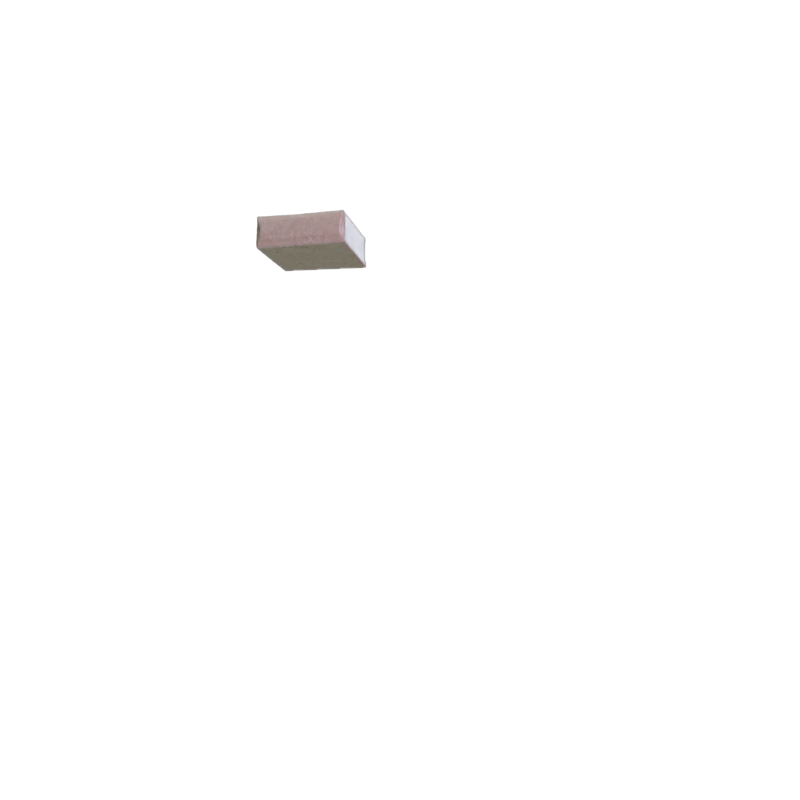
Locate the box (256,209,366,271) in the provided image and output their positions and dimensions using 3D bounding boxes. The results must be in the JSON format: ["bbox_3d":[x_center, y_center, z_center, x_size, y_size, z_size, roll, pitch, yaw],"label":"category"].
[{"bbox_3d":[-0.072,-0.132,0.922,0.074,0.031,0.085,-2,-8,12],"label":"box"}]
